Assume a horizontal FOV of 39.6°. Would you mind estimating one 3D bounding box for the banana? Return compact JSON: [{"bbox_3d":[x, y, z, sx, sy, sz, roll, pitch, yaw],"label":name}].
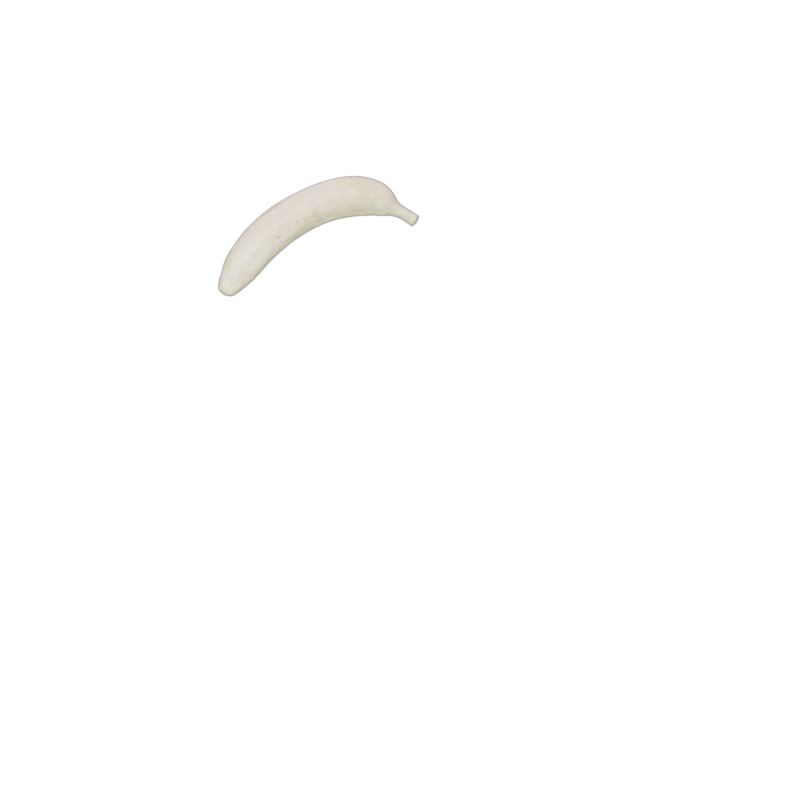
[{"bbox_3d":[-0.083,-0.158,1.001,0.197,0.074,0.034,-24,-27,-14],"label":"banana"}]
